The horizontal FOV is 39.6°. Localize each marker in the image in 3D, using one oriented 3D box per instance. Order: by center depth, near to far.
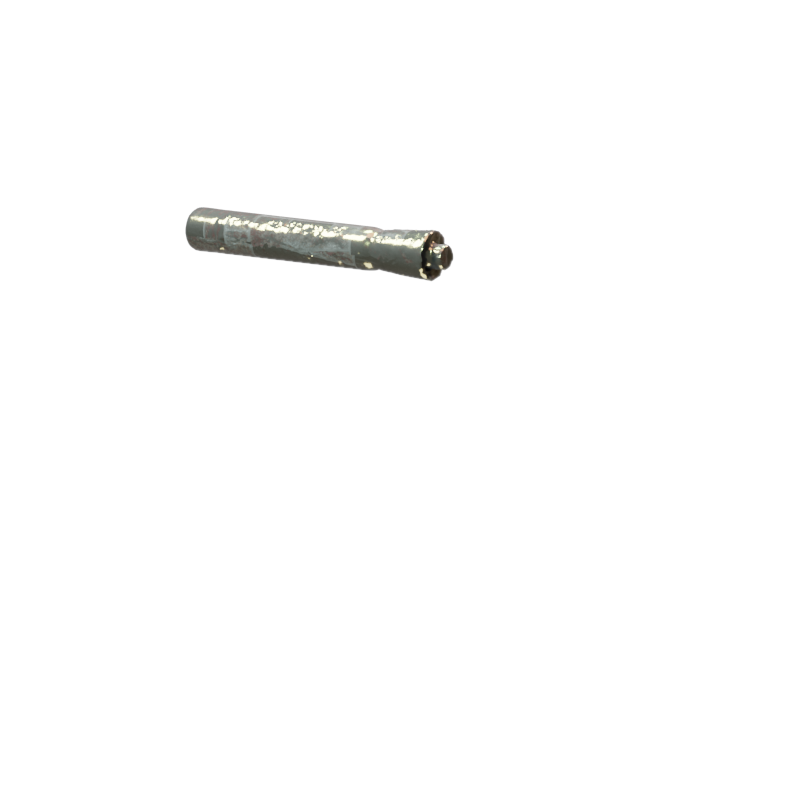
[{"bbox_3d":[-0.034,-0.063,0.438,0.127,0.019,0.019,12,10,34],"label":"marker"}]
